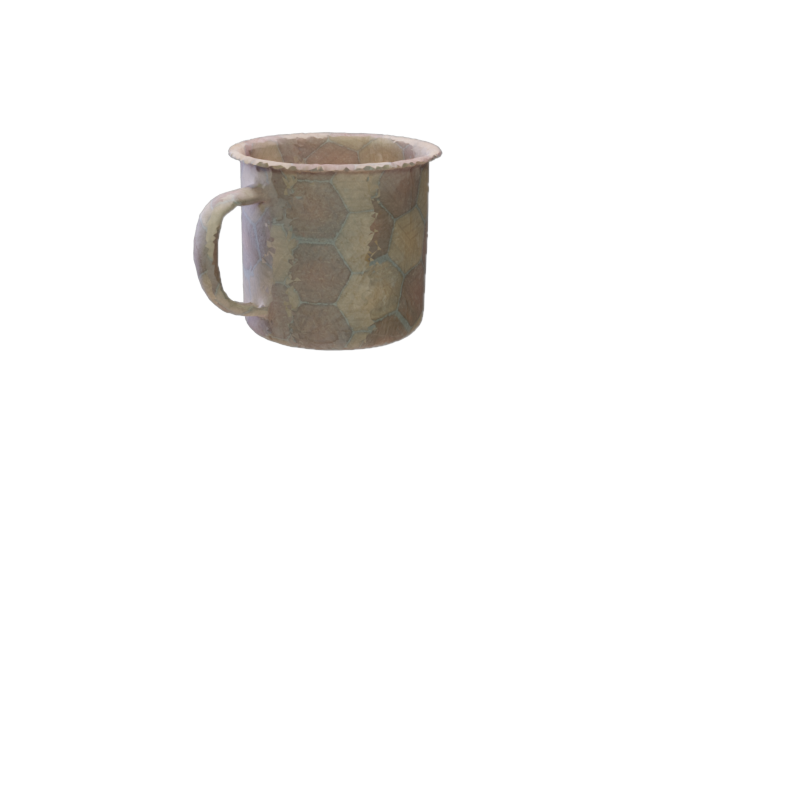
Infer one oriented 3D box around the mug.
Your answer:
[{"bbox_3d":[-0.038,-0.069,0.485,0.115,0.078,0.099,-16,25,-40],"label":"mug"}]
